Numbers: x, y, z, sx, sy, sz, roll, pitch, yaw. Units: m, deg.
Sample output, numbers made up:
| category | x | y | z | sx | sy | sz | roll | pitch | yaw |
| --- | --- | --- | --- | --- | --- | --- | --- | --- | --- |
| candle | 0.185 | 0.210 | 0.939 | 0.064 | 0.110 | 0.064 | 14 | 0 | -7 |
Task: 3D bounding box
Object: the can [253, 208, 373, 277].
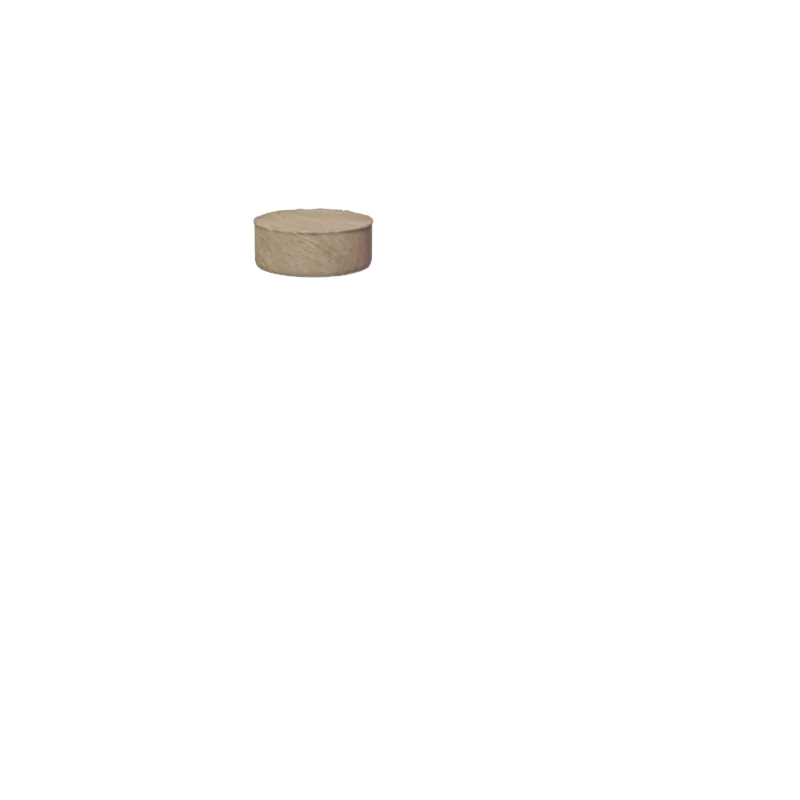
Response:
| category | x | y | z | sx | sy | sz | roll | pitch | yaw |
| --- | --- | --- | --- | --- | --- | --- | --- | --- | --- |
| can | -0.062 | -0.114 | 0.795 | 0.086 | 0.032 | 0.089 | -1 | 19 | -2 |
